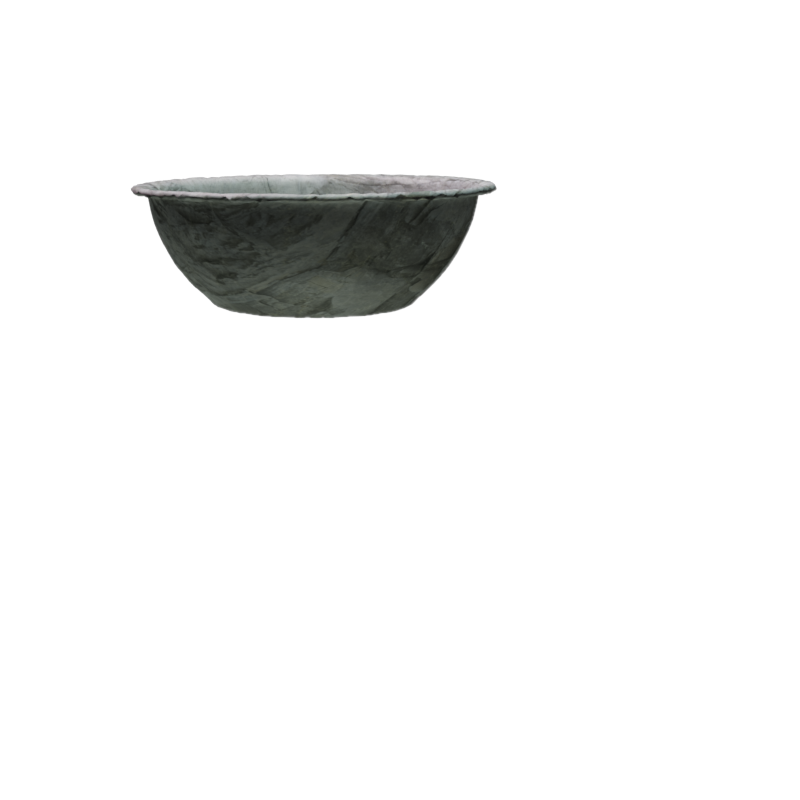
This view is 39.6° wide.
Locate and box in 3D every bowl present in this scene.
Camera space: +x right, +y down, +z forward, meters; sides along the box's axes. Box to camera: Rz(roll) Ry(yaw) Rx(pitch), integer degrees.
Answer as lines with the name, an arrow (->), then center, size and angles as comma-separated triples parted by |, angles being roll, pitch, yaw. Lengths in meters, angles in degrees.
bowl -> -0.039, -0.071, 0.500 | 0.162, 0.054, 0.166 | 0, 13, -2
